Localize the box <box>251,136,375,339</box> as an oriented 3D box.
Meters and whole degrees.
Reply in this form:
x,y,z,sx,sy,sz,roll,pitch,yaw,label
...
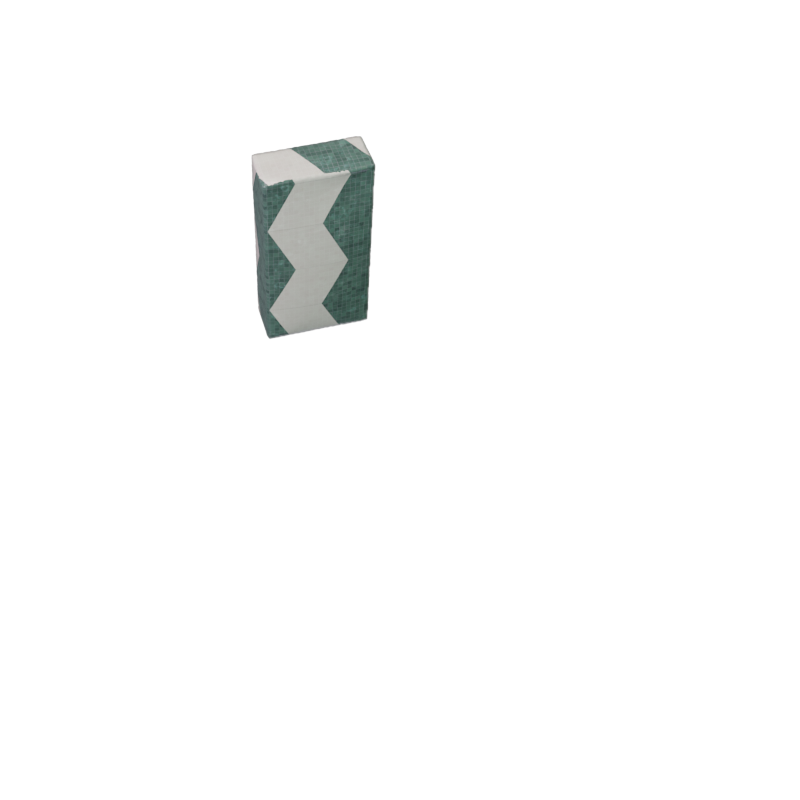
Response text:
x,y,z,sx,sy,sz,roll,pitch,yaw,label
-0.072,-0.131,0.916,0.092,0.052,0.164,-12,-38,-13,box
